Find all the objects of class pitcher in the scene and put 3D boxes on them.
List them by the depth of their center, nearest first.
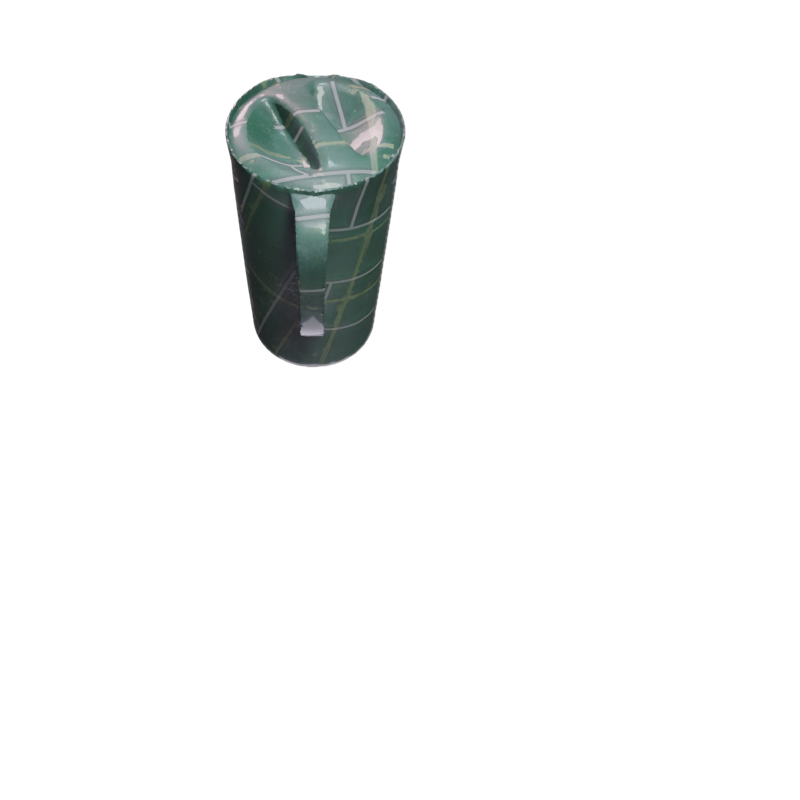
[{"bbox_3d":[-0.070,-0.128,0.896,0.154,0.227,0.151,37,59,24],"label":"pitcher"}]
